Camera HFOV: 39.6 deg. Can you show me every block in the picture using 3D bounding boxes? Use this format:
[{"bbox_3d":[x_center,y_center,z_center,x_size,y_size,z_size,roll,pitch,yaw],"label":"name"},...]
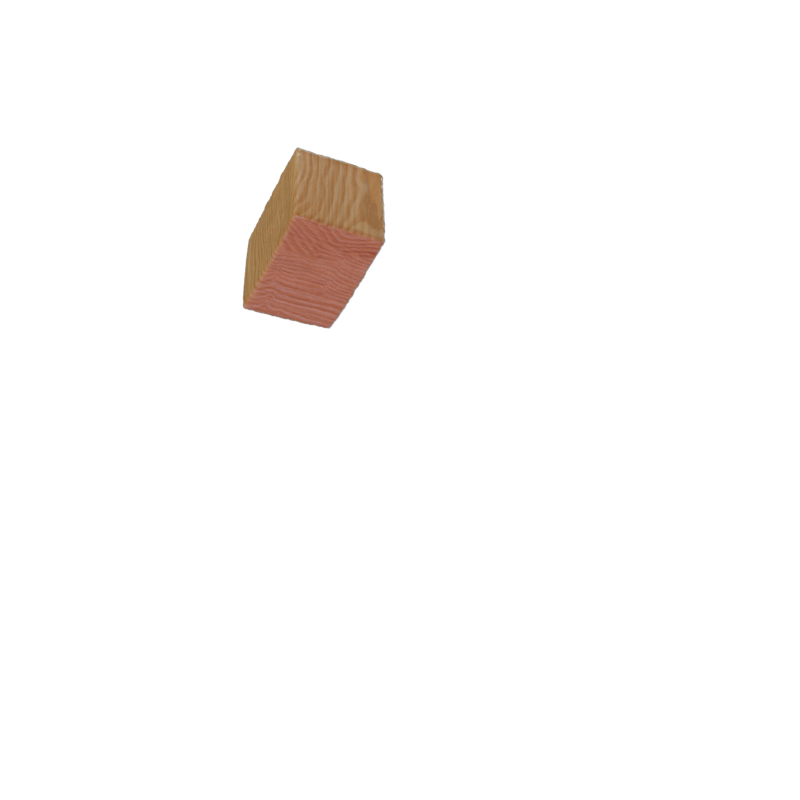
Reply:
[{"bbox_3d":[-0.047,-0.085,0.597,0.051,0.055,0.075,16,-44,-20],"label":"block"}]
